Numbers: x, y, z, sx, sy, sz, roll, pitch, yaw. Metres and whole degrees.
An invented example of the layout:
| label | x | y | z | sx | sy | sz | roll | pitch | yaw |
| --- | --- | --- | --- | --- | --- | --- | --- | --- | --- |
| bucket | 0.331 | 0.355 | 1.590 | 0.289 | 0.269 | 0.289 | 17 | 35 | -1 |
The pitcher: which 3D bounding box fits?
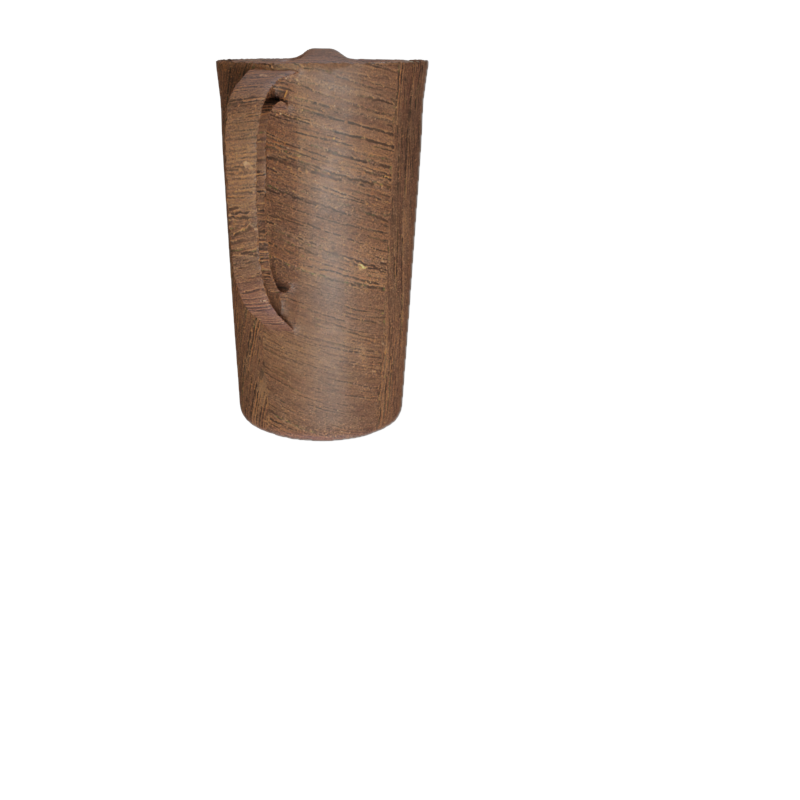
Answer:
| label | x | y | z | sx | sy | sz | roll | pitch | yaw |
| --- | --- | --- | --- | --- | --- | --- | --- | --- | --- |
| pitcher | -0.055 | -0.101 | 0.707 | 0.146 | 0.237 | 0.152 | -4 | 13 | -22 |
